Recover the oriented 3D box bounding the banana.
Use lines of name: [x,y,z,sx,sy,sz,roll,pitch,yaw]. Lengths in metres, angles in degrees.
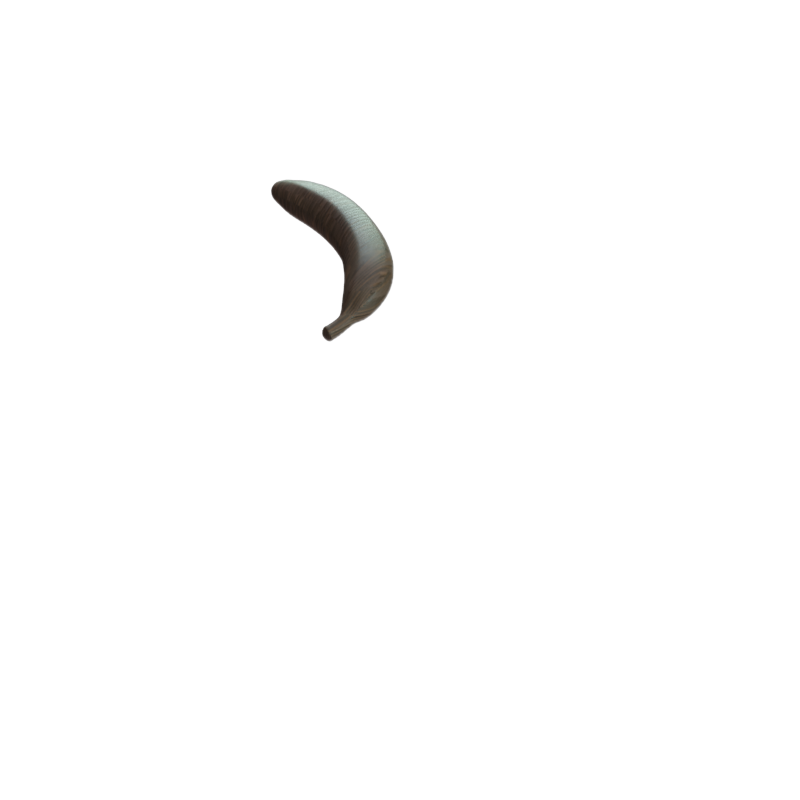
banana: [-0.048,-0.122,0.854,0.069,0.034,0.214,-9,40,-12]
